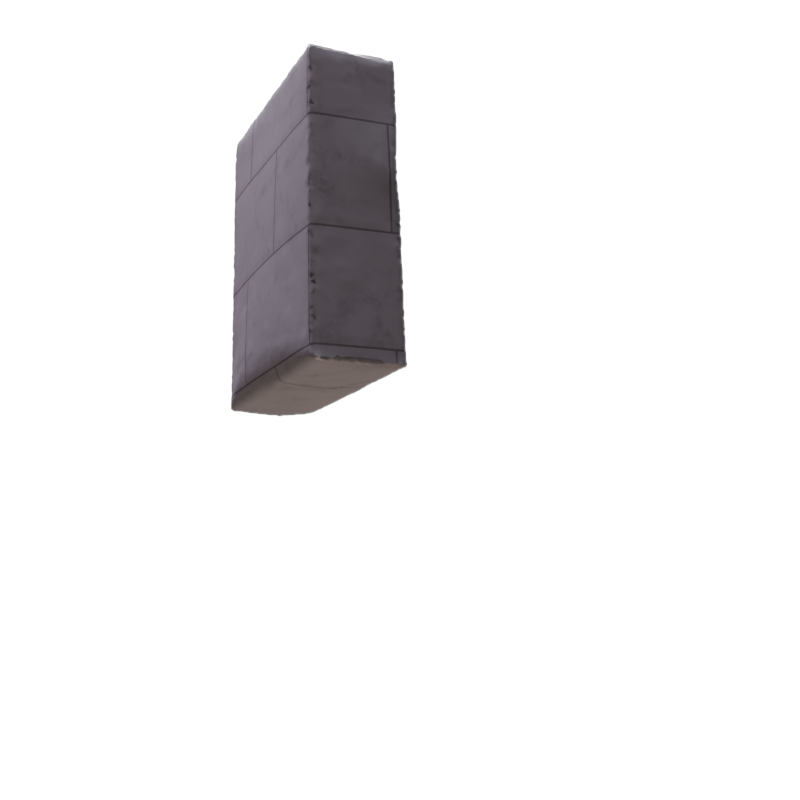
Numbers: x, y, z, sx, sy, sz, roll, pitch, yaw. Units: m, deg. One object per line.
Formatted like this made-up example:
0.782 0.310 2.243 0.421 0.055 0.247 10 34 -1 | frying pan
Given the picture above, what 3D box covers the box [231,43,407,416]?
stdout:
-0.060 -0.109 0.765 0.069 0.224 0.162 7 -19 -24 | box
